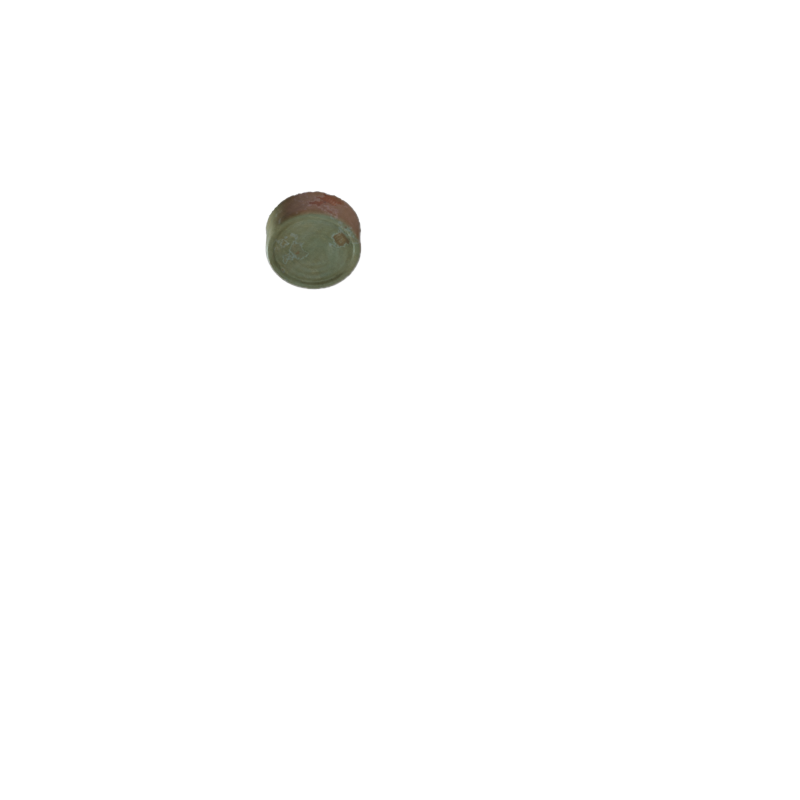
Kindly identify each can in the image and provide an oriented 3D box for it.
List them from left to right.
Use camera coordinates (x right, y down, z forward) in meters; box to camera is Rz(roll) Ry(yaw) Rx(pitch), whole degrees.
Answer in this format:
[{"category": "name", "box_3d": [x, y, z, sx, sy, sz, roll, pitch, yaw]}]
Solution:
[{"category": "can", "box_3d": [-0.077, -0.141, 0.985, 0.086, 0.080, 0.036, 1, 38, -1]}]
